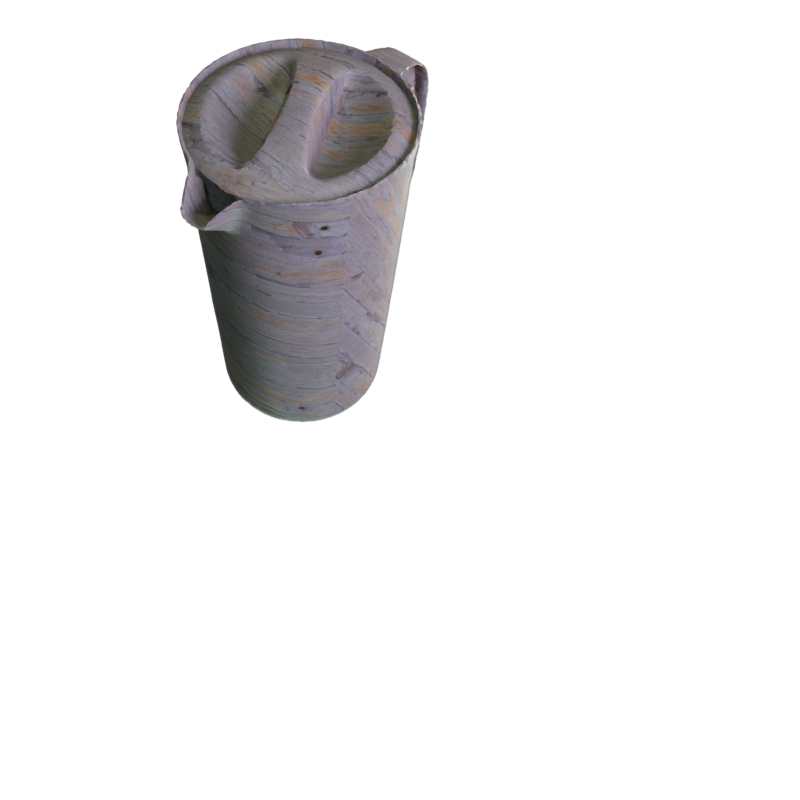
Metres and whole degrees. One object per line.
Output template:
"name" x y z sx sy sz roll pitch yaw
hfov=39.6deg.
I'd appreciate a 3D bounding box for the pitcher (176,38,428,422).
"pitcher" -0.054 -0.099 0.692 0.148 0.156 0.227 -3 -36 -5
